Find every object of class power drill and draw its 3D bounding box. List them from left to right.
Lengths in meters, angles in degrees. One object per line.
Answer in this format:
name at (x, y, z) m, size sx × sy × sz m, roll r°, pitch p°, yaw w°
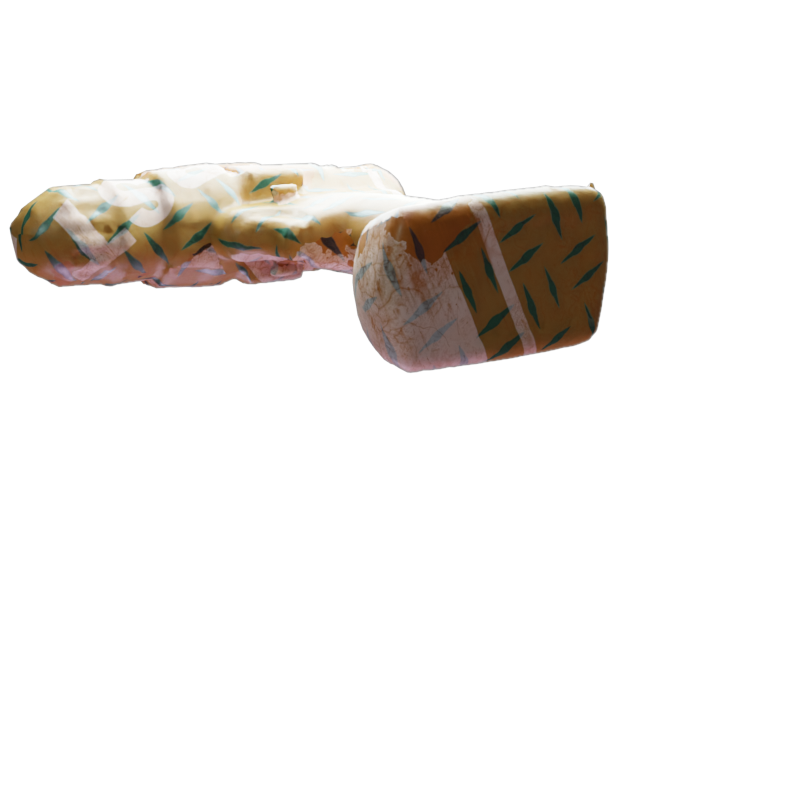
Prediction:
power drill at (-0.033, -0.060, 0.423) m, size 0.180 × 0.055 × 0.199 m, roll -13°, pitch 22°, yaw -35°
